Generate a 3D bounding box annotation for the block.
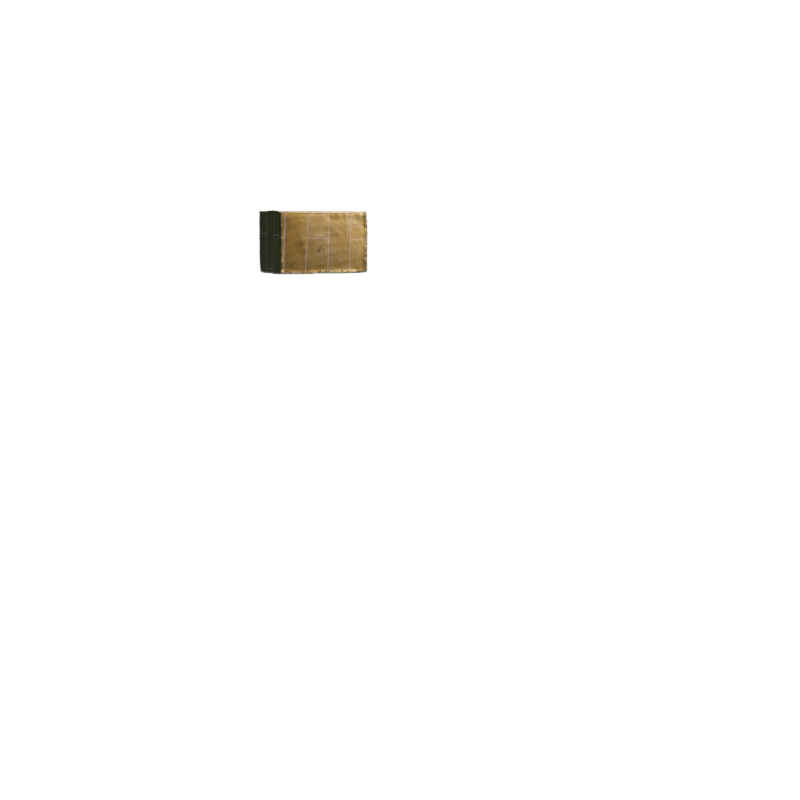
[{"bbox_3d":[-0.071,-0.129,0.907,0.076,0.051,0.055,-3,5,-23],"label":"block"}]
